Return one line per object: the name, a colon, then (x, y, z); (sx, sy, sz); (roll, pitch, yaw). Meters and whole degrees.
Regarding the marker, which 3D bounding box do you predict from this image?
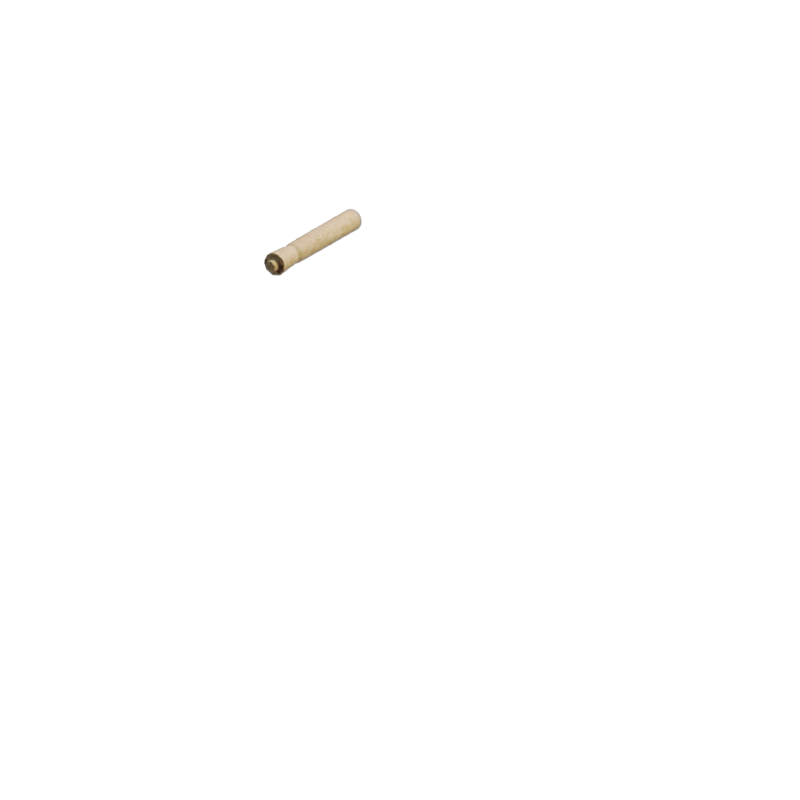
marker: (-0.069, -0.126, 0.883); (0.020, 0.019, 0.122); (2, 26, 31)
